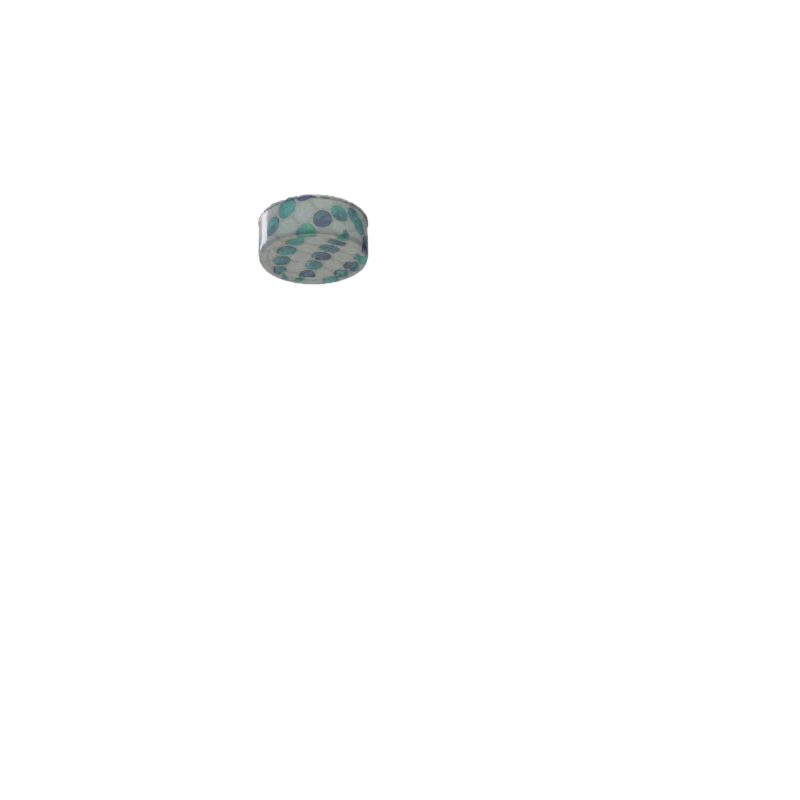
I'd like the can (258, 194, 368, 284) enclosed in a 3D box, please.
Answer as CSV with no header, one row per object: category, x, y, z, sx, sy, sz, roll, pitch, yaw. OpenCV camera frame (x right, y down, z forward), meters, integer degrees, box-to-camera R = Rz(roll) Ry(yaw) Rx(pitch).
can,-0.067,-0.122,0.854,0.086,0.036,0.081,1,-24,-2
